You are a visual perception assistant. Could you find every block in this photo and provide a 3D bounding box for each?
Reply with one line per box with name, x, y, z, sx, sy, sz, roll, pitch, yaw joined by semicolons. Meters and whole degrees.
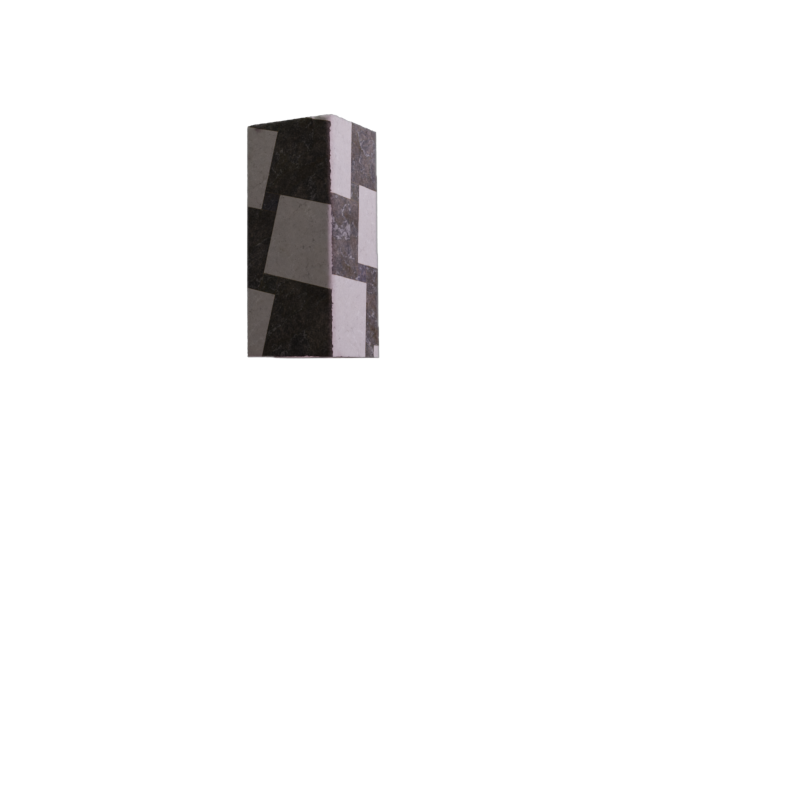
block;-0.078;-0.141;0.990;0.093;0.209;0.086;-3;-6;28
